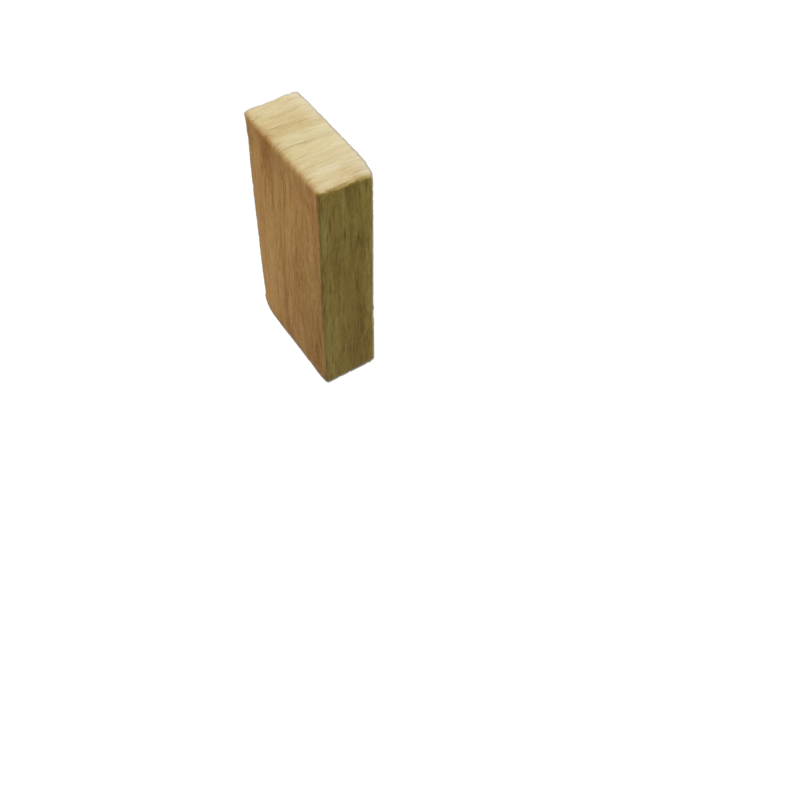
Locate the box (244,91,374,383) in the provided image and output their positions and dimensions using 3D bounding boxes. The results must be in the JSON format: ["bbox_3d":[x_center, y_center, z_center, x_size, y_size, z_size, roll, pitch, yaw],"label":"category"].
[{"bbox_3d":[-0.056,-0.103,0.721,0.048,0.101,0.164,-23,-36,-22],"label":"box"}]
